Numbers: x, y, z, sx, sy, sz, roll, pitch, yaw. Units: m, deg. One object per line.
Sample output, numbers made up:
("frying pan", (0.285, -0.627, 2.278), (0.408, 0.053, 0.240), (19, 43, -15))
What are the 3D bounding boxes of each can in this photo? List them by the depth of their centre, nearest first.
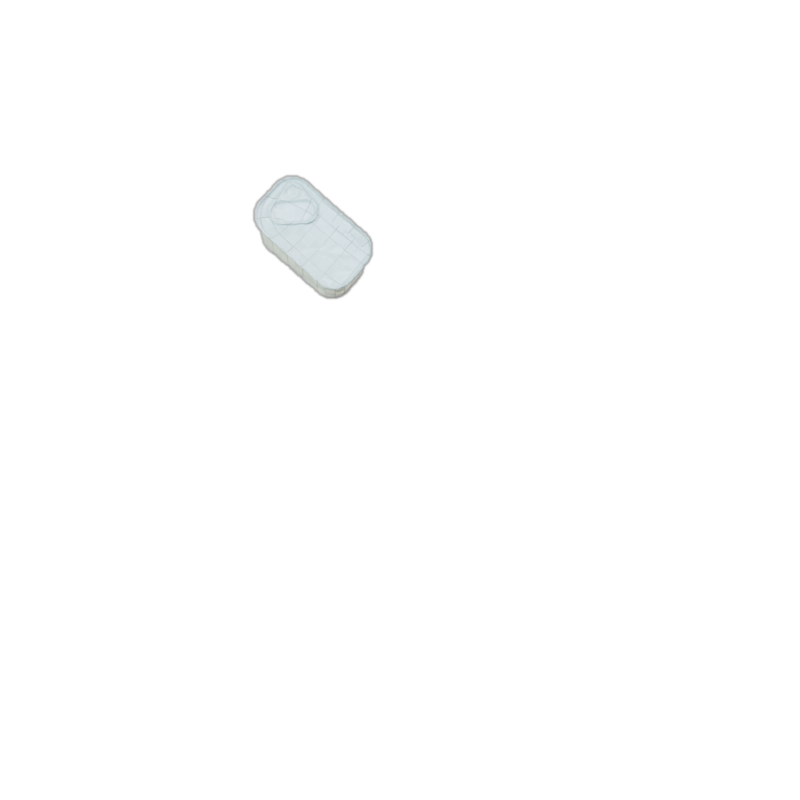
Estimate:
("can", (-0.075, -0.136, 0.952), (0.104, 0.058, 0.082), (42, -6, 4))
